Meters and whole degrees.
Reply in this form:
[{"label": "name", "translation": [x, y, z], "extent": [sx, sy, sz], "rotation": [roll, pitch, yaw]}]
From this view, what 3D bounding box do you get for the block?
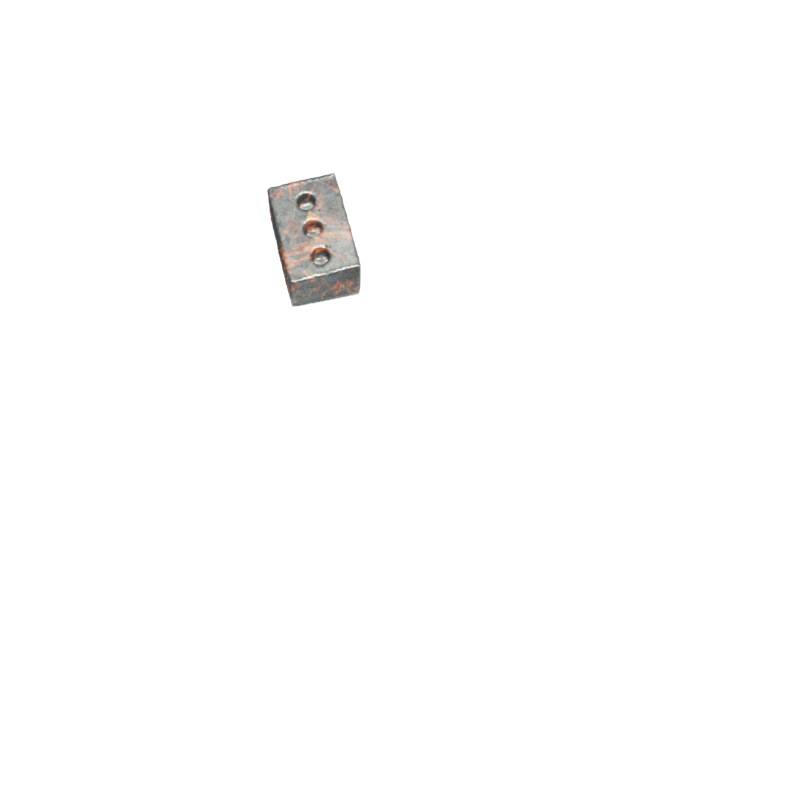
[{"label": "block", "translation": [-0.064, -0.116, 0.811], "extent": [0.052, 0.082, 0.049], "rotation": [-14, -20, -7]}]
